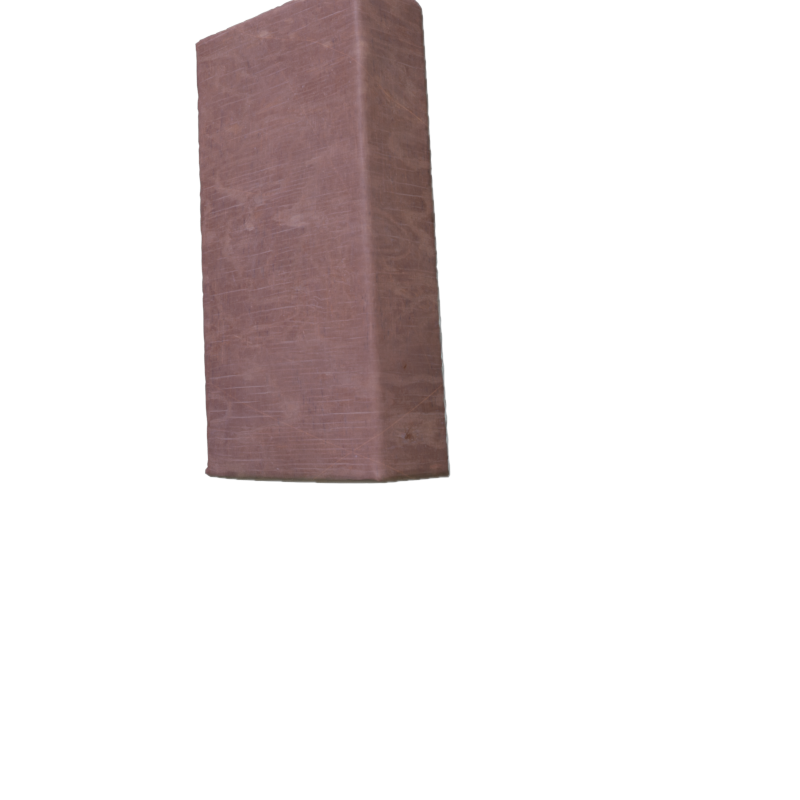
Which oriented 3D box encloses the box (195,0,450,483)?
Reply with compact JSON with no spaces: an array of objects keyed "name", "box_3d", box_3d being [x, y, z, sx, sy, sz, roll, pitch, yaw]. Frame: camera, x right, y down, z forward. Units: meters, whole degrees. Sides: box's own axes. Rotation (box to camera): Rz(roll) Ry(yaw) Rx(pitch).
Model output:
[{"name":"box","box_3d":[-0.032,-0.059,0.416,0.096,0.181,0.046,-9,-13,42]}]
